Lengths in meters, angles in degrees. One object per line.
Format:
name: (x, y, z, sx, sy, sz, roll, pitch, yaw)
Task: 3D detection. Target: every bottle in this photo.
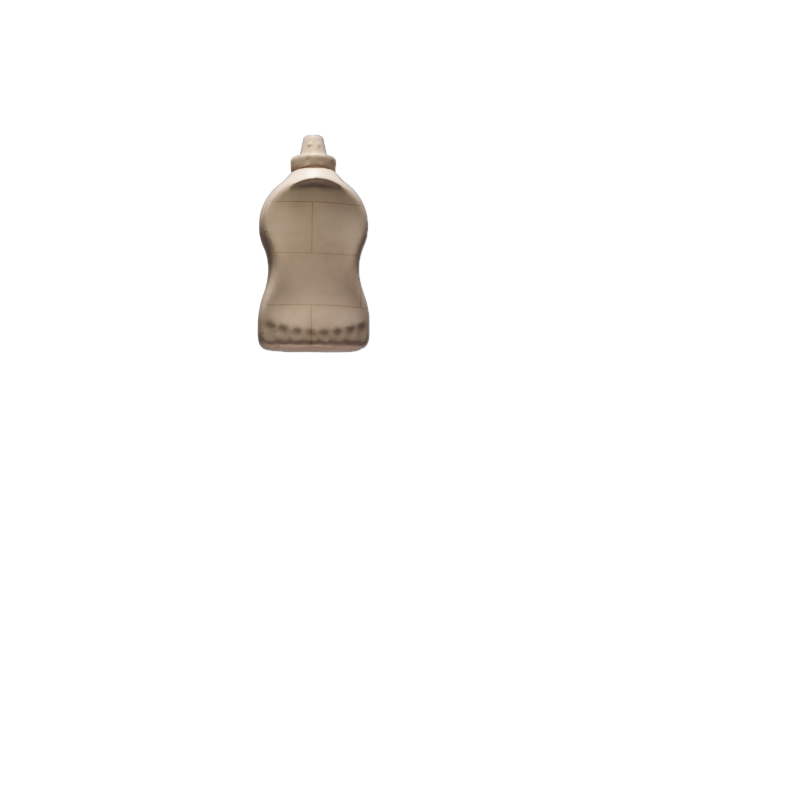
bottle: (-0.077, -0.139, 0.977, 0.095, 0.196, 0.057, 0, -10, -7)
